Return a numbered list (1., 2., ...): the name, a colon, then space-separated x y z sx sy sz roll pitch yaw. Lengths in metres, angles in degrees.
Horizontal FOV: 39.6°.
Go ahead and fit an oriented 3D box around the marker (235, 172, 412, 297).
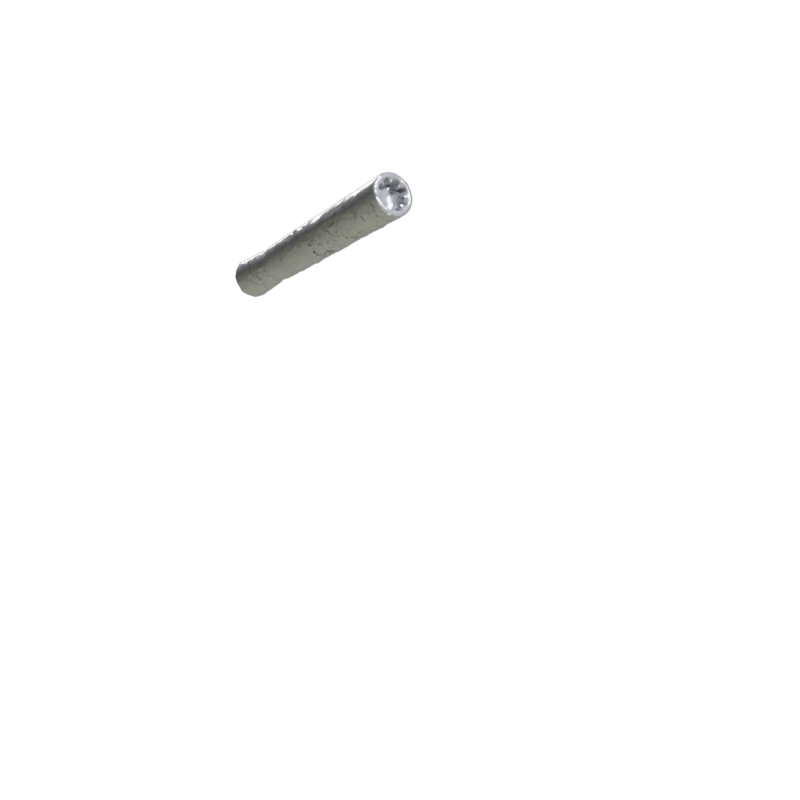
1. marker: -0.038 -0.068 0.479 0.019 0.020 0.121 -2 -10 -36
